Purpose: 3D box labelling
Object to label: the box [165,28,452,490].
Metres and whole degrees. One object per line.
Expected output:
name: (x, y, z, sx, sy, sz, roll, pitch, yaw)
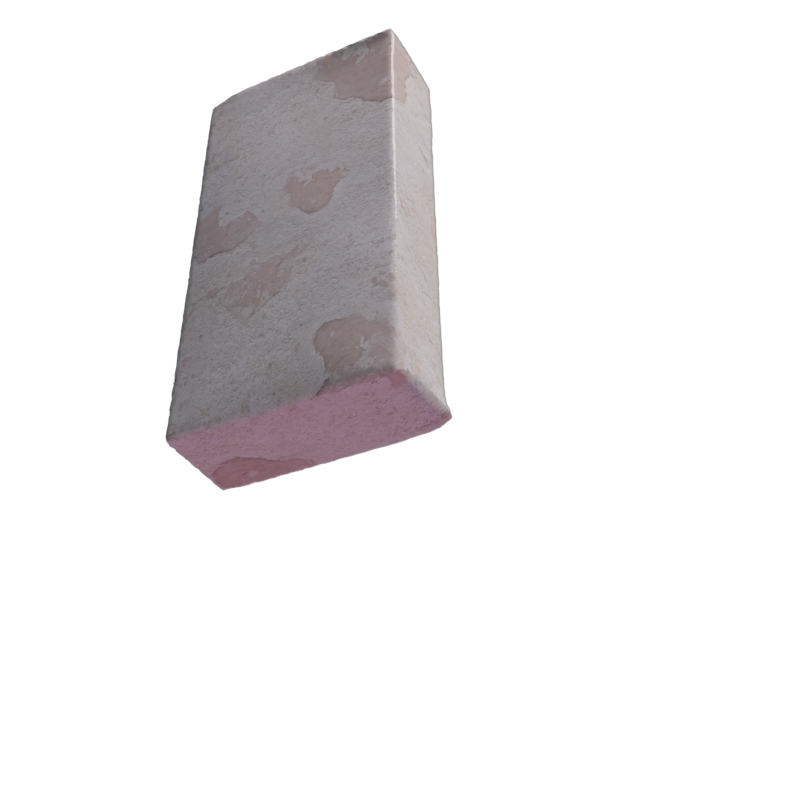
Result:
box: (-0.034, -0.061, 0.429, 0.094, 0.189, 0.044, -19, -40, 20)
